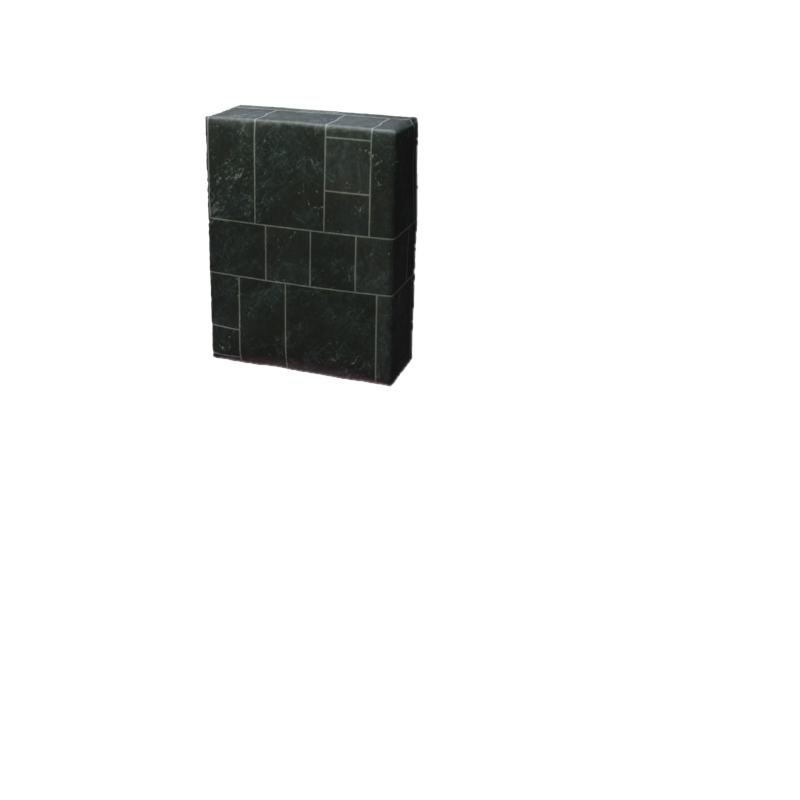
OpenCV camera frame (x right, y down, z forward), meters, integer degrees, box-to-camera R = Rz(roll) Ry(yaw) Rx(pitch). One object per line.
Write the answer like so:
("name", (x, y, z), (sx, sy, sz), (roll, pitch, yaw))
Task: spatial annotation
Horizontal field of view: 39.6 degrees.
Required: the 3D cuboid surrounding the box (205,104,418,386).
("box", (-0.072, -0.131, 0.921), (0.169, 0.205, 0.073), (9, 20, 19))
